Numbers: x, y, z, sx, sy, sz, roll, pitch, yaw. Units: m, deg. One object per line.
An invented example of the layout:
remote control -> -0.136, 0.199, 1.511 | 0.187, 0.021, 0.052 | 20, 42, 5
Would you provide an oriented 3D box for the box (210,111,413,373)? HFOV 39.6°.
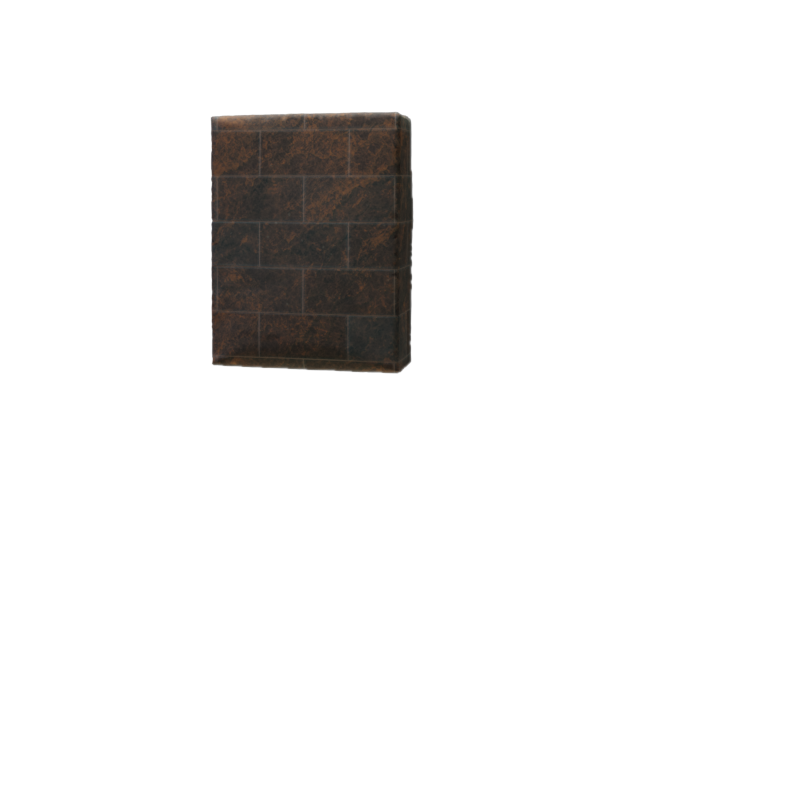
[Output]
box -> -0.074, -0.135, 0.945 | 0.167, 0.212, 0.071 | 1, 3, 14
